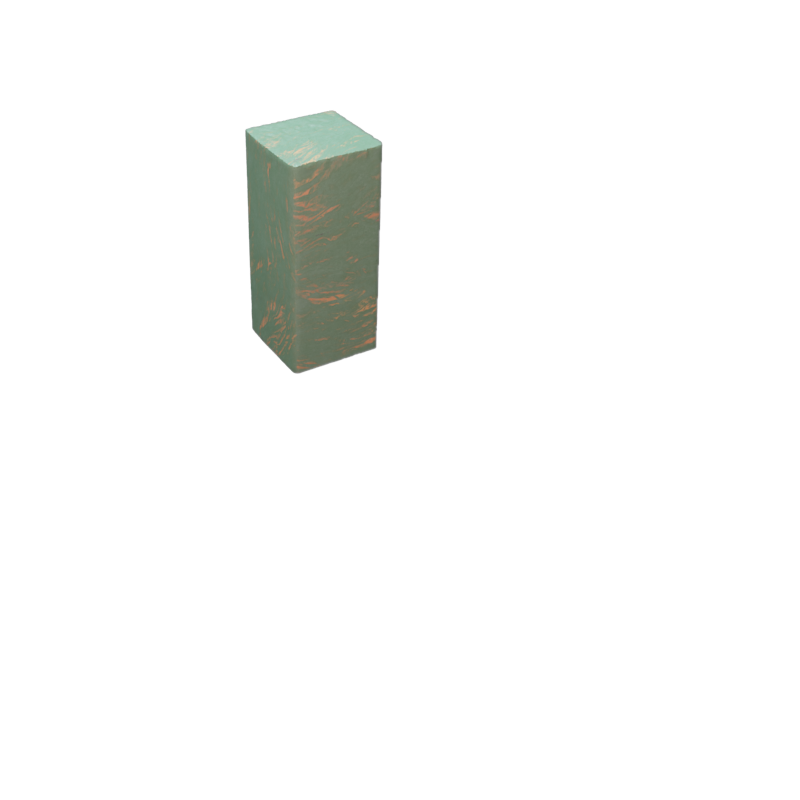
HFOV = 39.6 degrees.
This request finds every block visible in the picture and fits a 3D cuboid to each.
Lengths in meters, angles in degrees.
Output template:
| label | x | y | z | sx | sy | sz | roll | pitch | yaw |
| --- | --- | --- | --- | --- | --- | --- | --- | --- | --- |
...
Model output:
| label | x | y | z | sx | sy | sz | roll | pitch | yaw |
| --- | --- | --- | --- | --- | --- | --- | --- | --- | --- |
| block | -0.077 | -0.141 | 0.989 | 0.089 | 0.194 | 0.097 | -16 | 36 | -27 |
